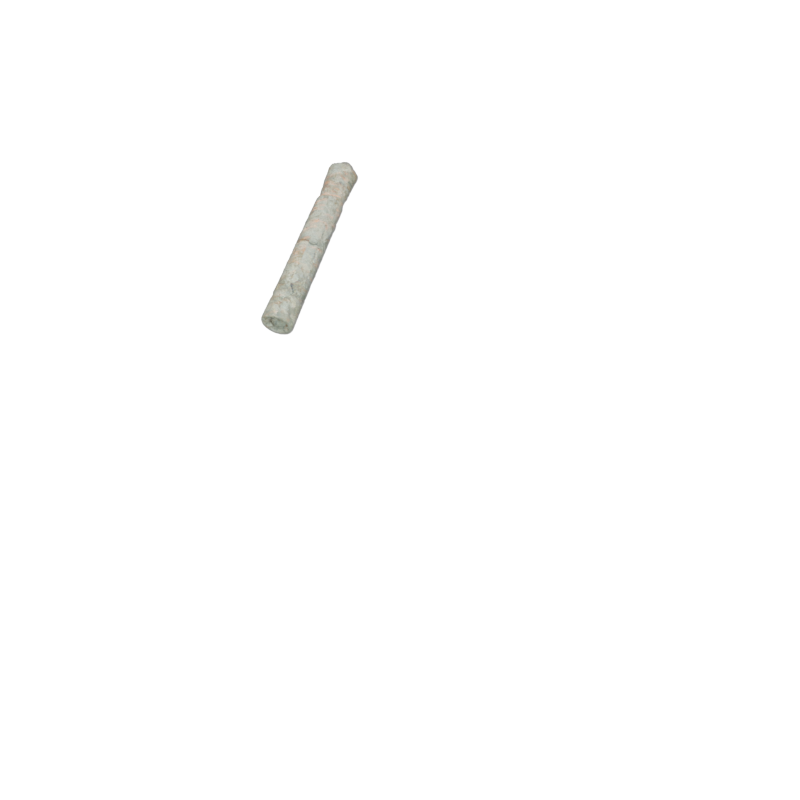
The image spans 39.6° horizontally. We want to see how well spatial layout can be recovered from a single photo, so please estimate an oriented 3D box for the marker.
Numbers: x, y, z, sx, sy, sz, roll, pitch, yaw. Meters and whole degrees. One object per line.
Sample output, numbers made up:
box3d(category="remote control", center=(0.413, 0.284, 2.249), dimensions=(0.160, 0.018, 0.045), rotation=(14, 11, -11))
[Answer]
box3d(category="marker", center=(-0.050, -0.092, 0.643), dimensions=(0.020, 0.127, 0.018), rotation=(15, -32, 7))
